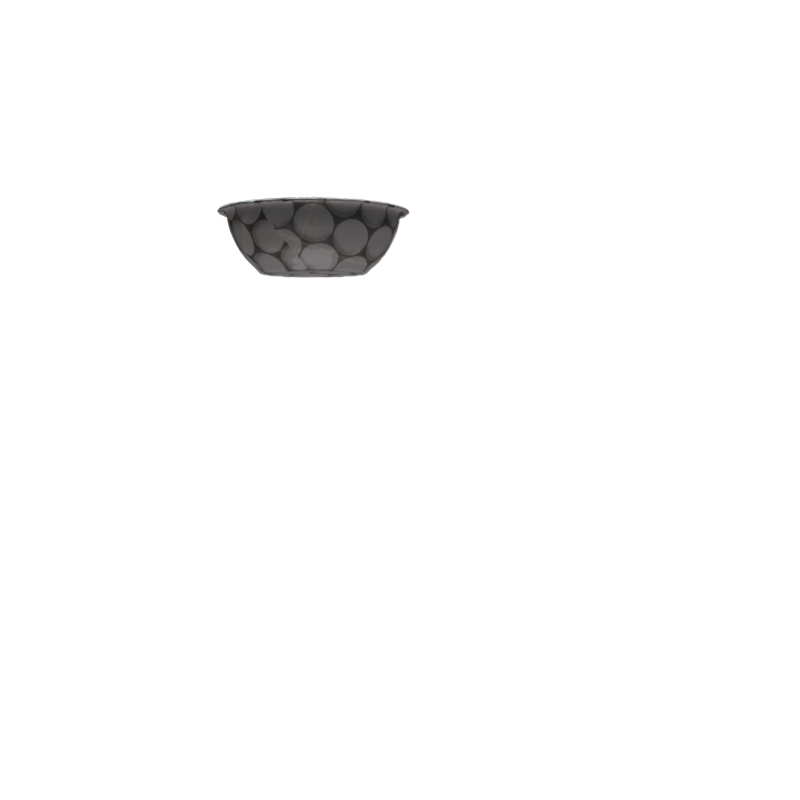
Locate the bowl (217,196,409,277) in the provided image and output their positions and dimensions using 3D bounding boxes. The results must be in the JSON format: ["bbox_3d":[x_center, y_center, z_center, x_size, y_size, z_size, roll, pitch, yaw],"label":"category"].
[{"bbox_3d":[-0.073,-0.133,0.935,0.162,0.055,0.162,0,1,-2],"label":"bowl"}]
